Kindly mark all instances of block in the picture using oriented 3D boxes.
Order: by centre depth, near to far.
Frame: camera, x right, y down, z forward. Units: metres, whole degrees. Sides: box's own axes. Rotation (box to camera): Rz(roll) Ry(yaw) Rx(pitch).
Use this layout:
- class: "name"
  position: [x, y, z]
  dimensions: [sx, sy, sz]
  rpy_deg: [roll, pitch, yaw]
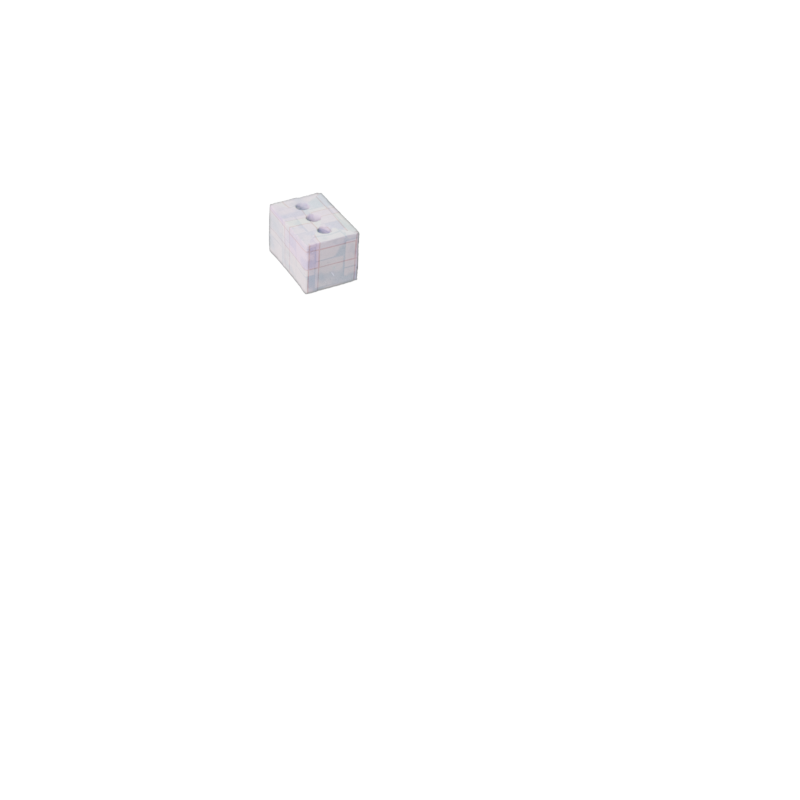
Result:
- class: "block"
  position: [-0.076, -0.138, 0.968]
  dimensions: [0.052, 0.048, 0.084]
  rpy_deg: [-17, 41, -23]
